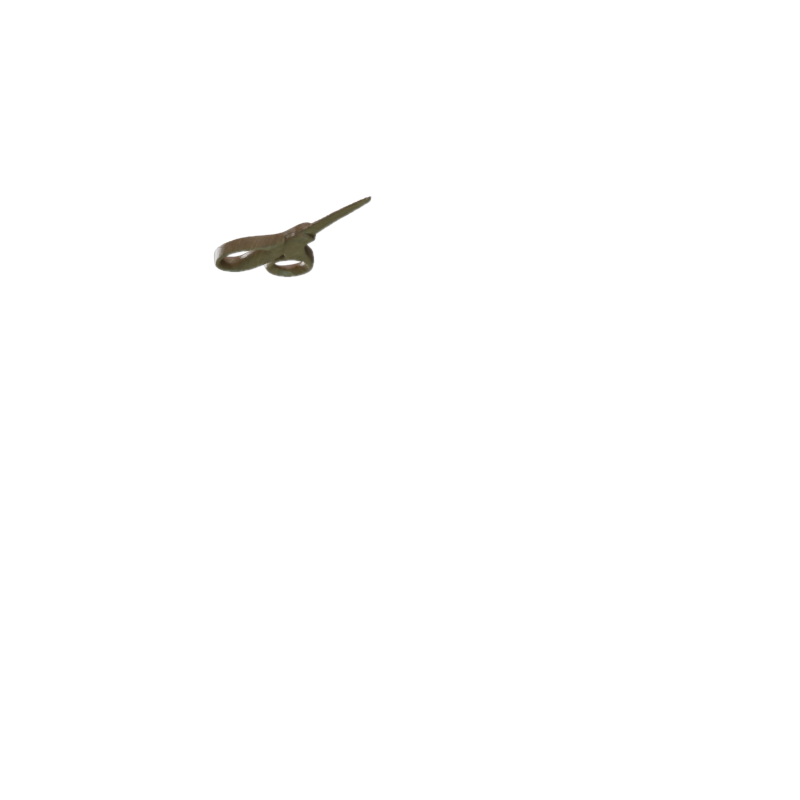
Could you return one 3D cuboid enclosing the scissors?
[{"bbox_3d":[-0.073,-0.134,0.936,0.206,0.016,0.091,-9,-15,39],"label":"scissors"}]
